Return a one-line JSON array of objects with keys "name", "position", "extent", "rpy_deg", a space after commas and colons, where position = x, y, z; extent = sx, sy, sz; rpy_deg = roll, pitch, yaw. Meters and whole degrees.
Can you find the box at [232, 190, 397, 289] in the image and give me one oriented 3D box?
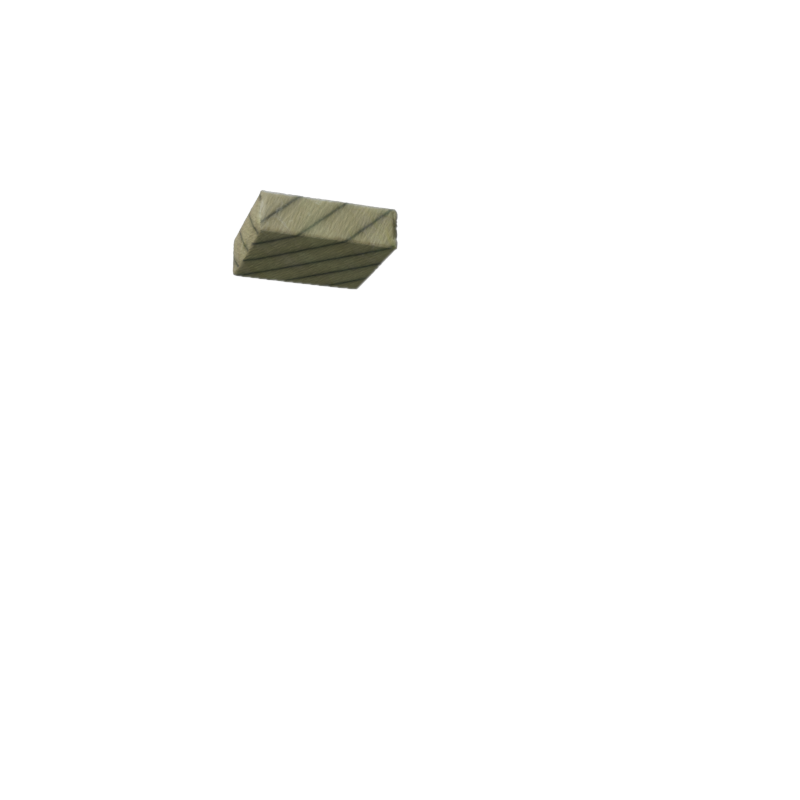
[{"name": "box", "position": [-0.055, -0.100, 0.699], "extent": [0.087, 0.032, 0.071], "rpy_deg": [6, -19, -17]}]
